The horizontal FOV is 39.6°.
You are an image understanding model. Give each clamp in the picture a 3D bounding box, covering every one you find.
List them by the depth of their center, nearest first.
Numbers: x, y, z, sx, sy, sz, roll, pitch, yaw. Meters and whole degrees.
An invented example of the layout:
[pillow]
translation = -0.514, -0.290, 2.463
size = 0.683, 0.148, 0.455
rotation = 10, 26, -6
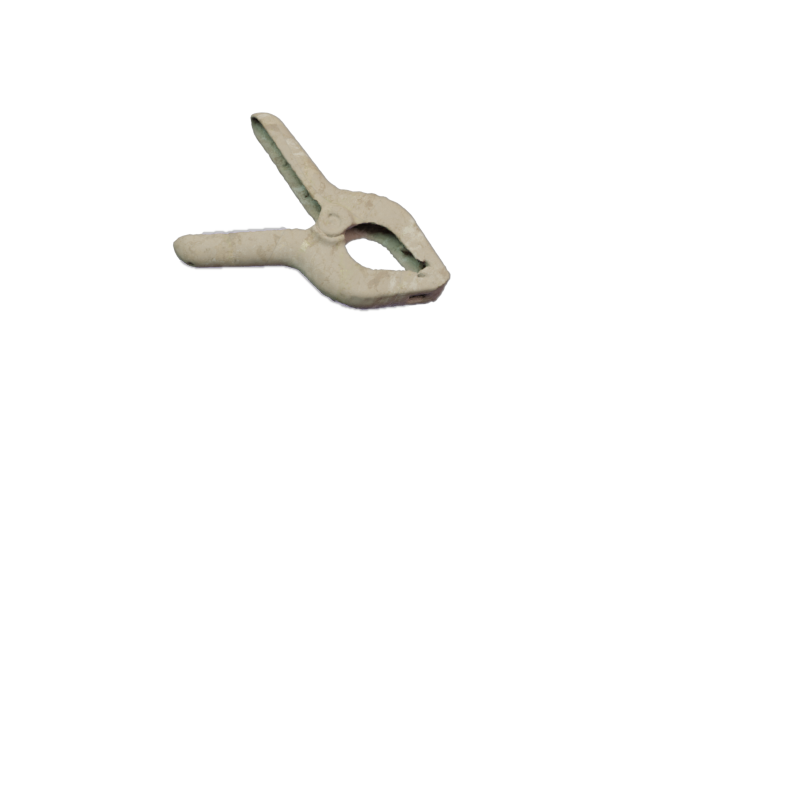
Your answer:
[clamp]
translation = -0.055, -0.101, 0.707
size = 0.176, 0.122, 0.037
rotation = 33, -17, 11
